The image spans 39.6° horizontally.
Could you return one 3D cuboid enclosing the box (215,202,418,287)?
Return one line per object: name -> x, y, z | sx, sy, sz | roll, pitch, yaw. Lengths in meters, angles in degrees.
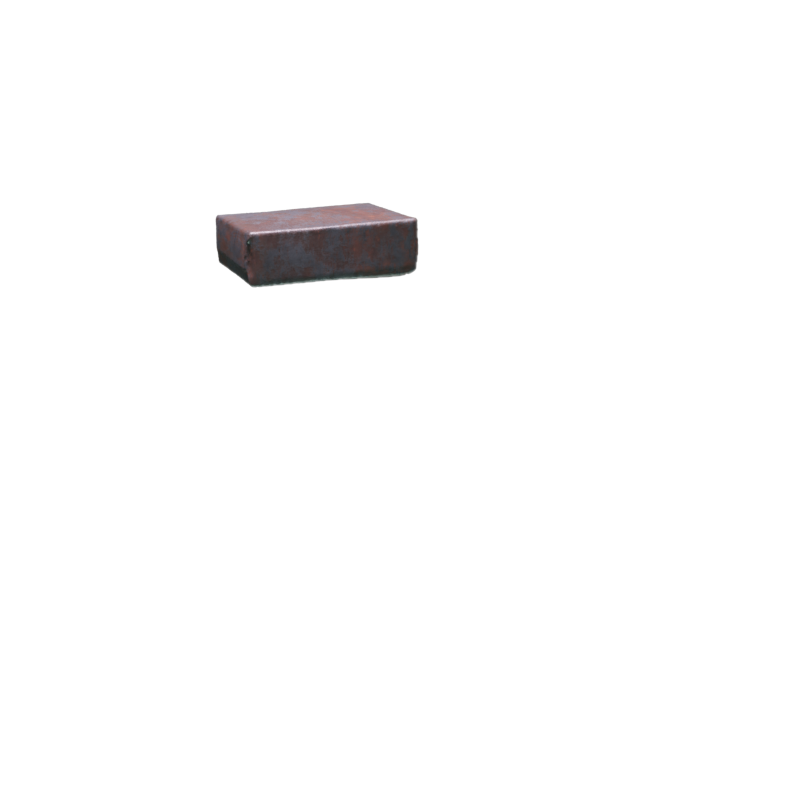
box -> -0.056, -0.103, 0.720 | 0.111, 0.038, 0.095 | -6, 17, -19
